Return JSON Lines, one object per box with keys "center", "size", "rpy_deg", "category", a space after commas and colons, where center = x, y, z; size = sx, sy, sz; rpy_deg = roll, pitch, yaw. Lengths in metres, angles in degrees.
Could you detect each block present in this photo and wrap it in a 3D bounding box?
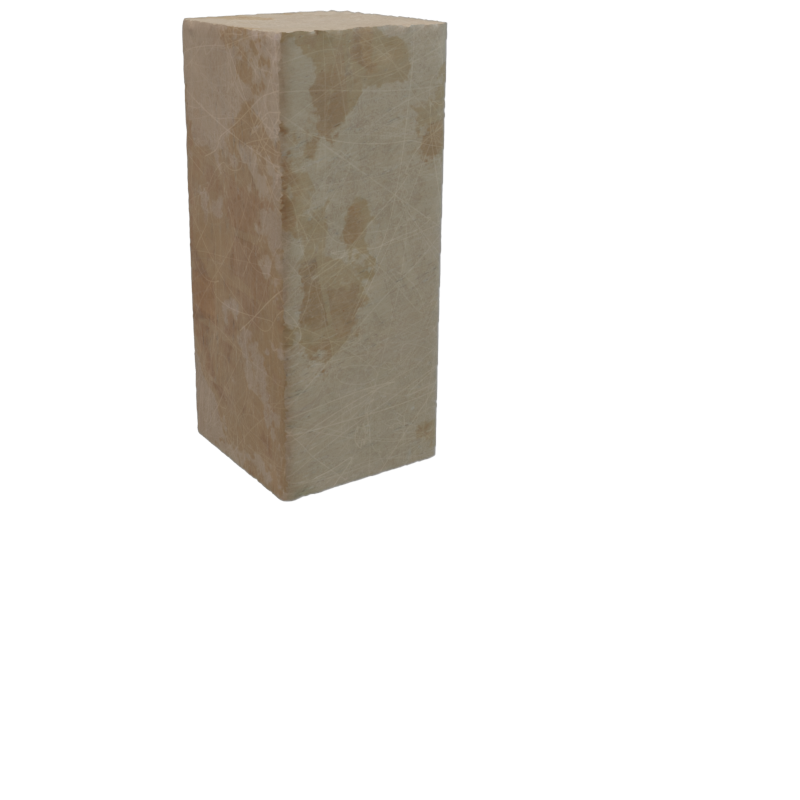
{"center": [-0.041, -0.074, 0.520], "size": [0.088, 0.198, 0.096], "rpy_deg": [-11, 22, -33], "category": "block"}
